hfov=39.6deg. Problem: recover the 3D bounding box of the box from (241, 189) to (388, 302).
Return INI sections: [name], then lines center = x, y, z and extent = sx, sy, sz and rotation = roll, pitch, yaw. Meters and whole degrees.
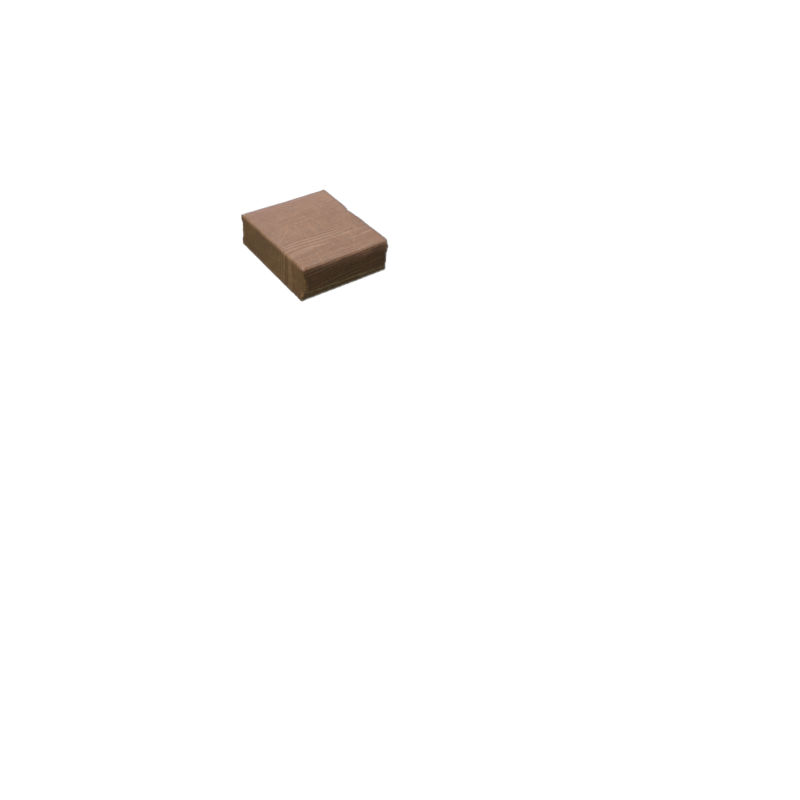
[box]
center = -0.063, -0.115, 0.809
extent = 0.072, 0.028, 0.096
rotation = -21, 43, -26
